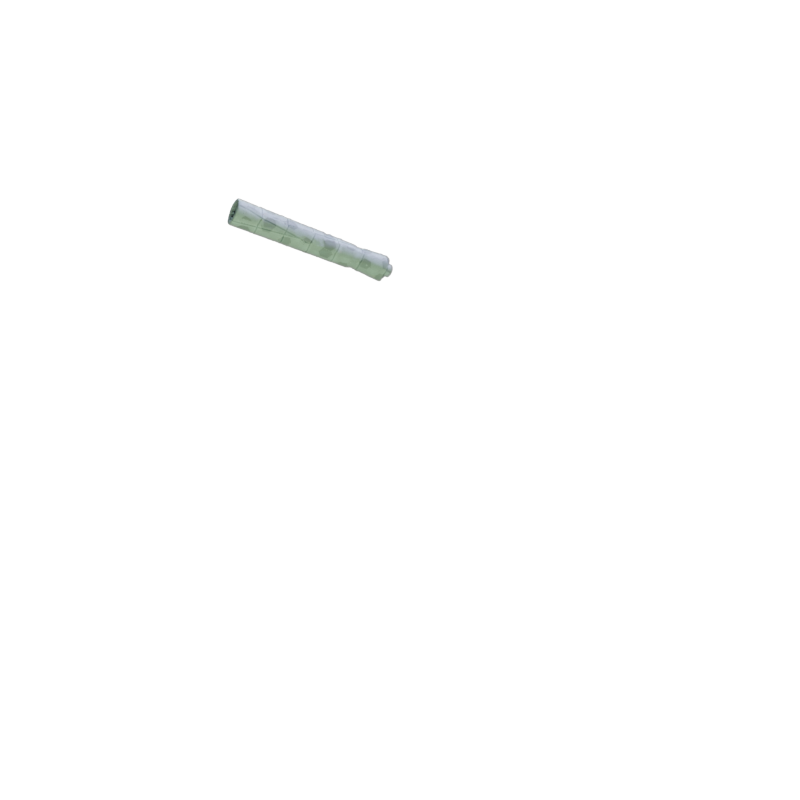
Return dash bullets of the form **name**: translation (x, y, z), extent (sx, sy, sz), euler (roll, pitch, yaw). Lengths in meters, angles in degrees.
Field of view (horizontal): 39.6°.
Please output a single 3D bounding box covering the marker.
- **marker**: translation (-0.059, -0.108, 0.760), extent (0.117, 0.020, 0.020), euler (19, -3, -18)
